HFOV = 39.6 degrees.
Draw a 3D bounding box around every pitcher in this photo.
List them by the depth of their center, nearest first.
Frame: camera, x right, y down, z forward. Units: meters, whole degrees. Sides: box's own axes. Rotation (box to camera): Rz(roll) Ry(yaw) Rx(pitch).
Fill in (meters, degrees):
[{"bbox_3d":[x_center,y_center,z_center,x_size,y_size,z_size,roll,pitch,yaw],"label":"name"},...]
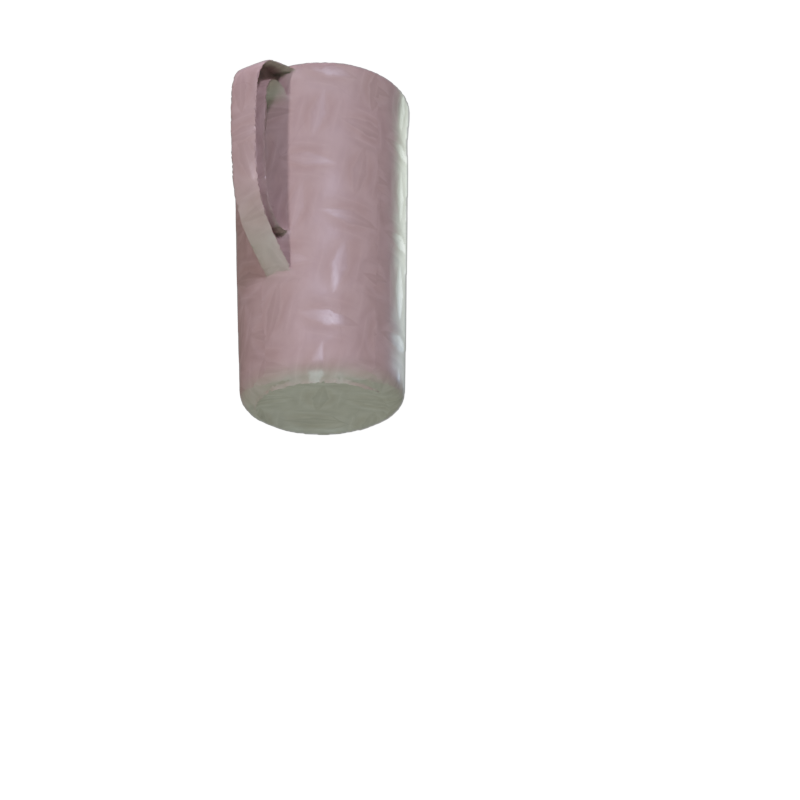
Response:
[{"bbox_3d":[-0.060,-0.110,0.770,0.145,0.258,0.140,8,-30,-17],"label":"pitcher"}]
